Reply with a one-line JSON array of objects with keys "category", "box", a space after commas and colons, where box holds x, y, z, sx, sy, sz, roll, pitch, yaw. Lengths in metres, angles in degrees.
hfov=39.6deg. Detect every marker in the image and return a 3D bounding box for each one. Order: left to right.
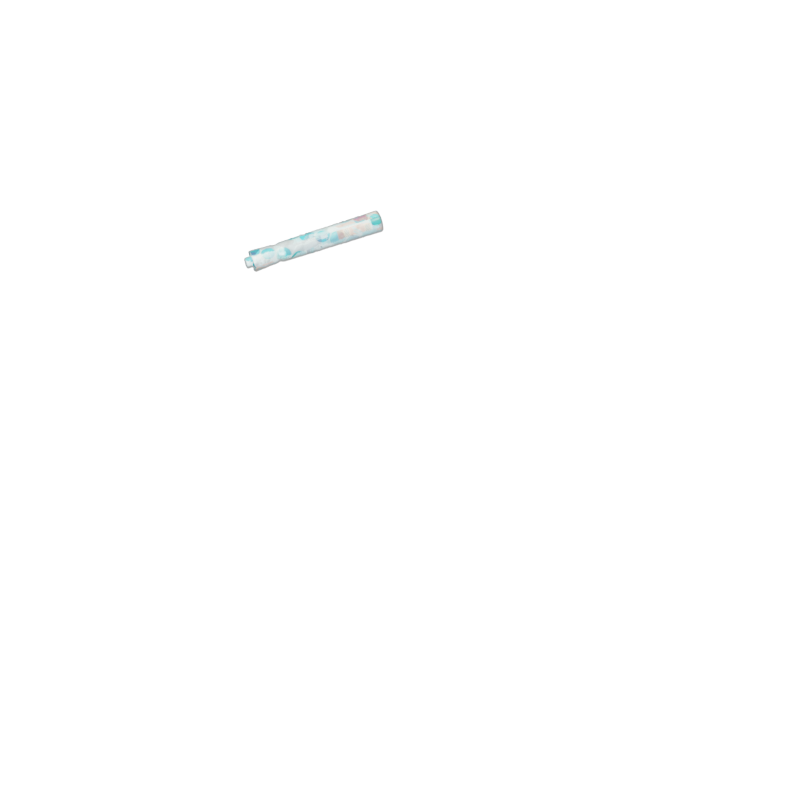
[{"category": "marker", "box": [-0.073, -0.134, 0.938, 0.120, 0.019, 0.020, -19, 8, -9]}]
